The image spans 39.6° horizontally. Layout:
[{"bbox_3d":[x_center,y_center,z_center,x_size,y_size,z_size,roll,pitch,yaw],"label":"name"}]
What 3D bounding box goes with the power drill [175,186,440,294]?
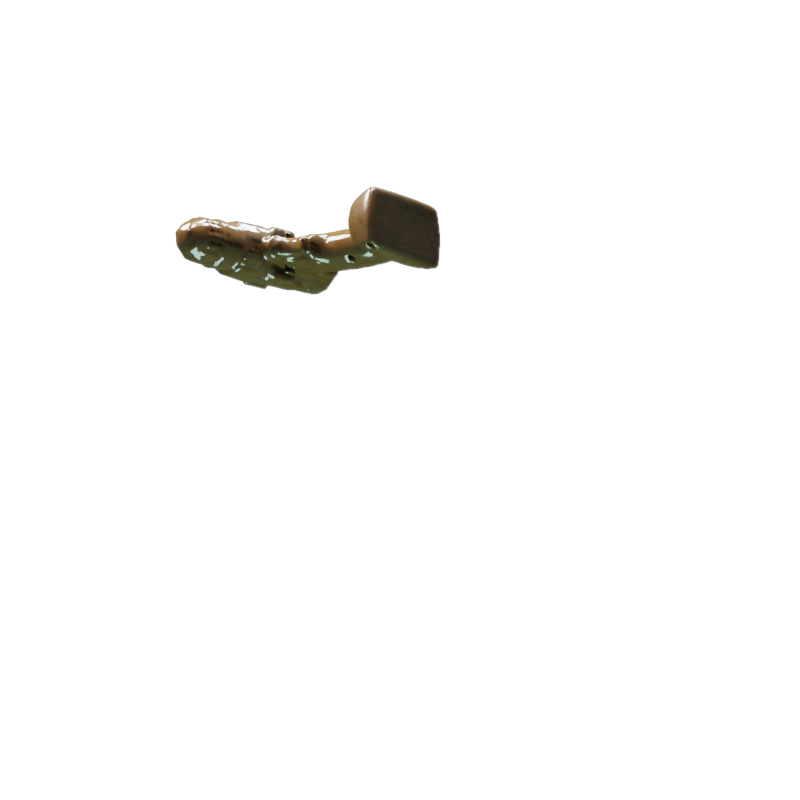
[{"bbox_3d":[-0.075,-0.137,0.962,0.193,0.059,0.175,-5,-7,39],"label":"power drill"}]
